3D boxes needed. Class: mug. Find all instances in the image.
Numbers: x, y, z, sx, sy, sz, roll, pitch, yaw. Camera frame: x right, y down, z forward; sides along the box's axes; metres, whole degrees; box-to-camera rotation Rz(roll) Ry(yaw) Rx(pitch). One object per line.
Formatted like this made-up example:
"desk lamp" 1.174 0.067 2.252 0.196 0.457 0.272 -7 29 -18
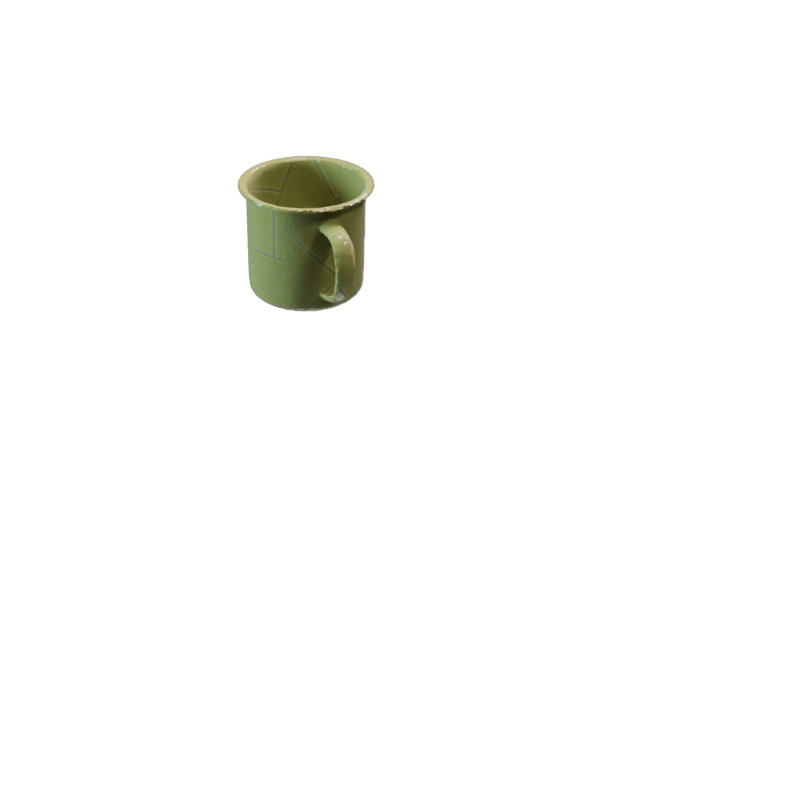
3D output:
"mug" -0.060 -0.109 0.761 0.092 0.077 0.126 -14 35 -23
